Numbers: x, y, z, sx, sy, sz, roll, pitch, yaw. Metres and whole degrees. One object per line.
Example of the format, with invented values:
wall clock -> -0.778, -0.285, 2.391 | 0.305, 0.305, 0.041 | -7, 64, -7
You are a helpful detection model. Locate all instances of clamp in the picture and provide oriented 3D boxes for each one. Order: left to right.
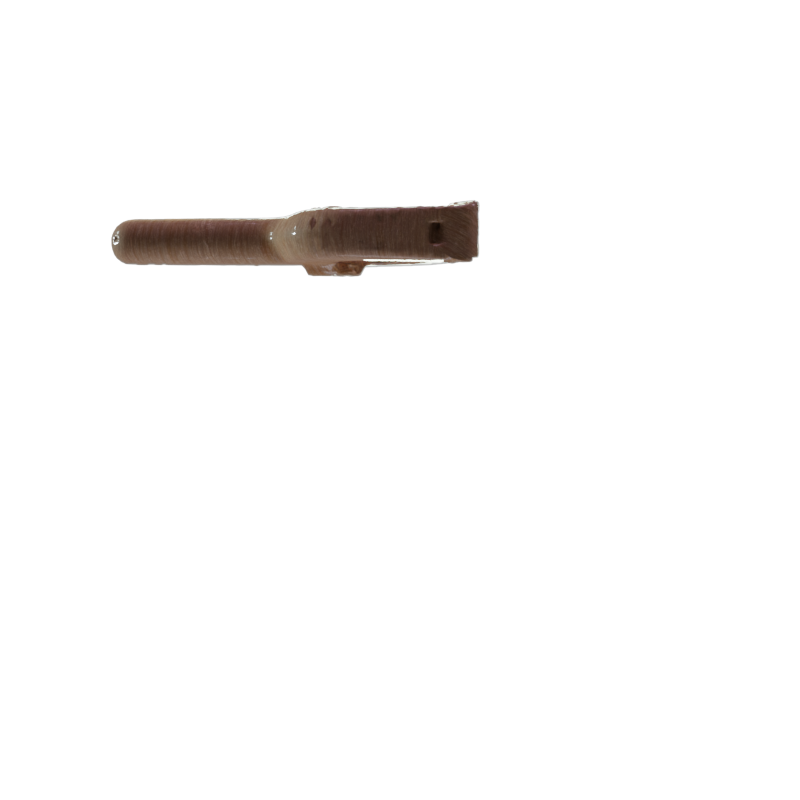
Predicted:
clamp -> -0.046, -0.084, 0.585 | 0.159, 0.036, 0.218 | -3, 5, -34
